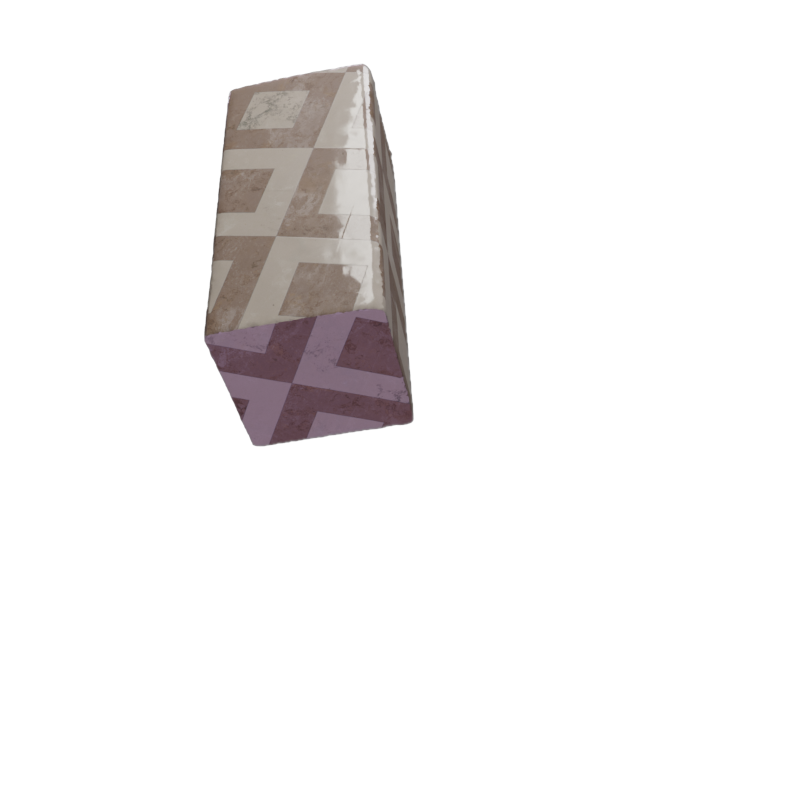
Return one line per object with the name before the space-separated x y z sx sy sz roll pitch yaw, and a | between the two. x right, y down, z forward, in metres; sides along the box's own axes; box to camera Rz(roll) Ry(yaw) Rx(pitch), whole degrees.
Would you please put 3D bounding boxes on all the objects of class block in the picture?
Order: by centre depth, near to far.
block | -0.048 -0.090 0.626 0.091 0.221 0.084 -10 -44 7
